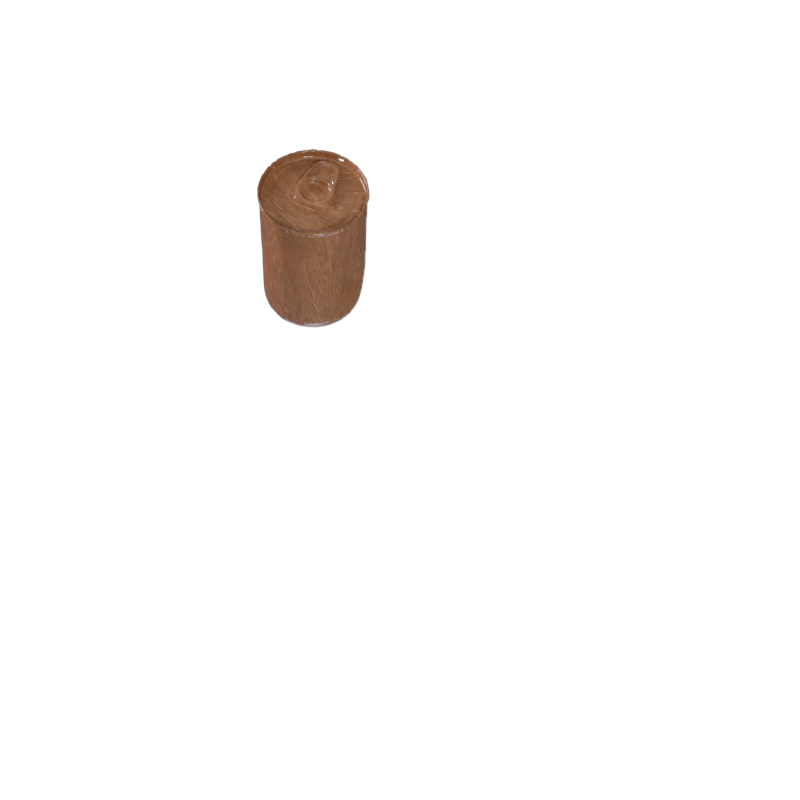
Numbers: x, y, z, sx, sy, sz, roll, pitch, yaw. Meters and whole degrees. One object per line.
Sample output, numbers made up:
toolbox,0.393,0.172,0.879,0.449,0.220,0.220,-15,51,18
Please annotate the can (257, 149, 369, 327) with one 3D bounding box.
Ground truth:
can,-0.055,-0.101,0.708,0.068,0.073,0.096,0,-33,-3
